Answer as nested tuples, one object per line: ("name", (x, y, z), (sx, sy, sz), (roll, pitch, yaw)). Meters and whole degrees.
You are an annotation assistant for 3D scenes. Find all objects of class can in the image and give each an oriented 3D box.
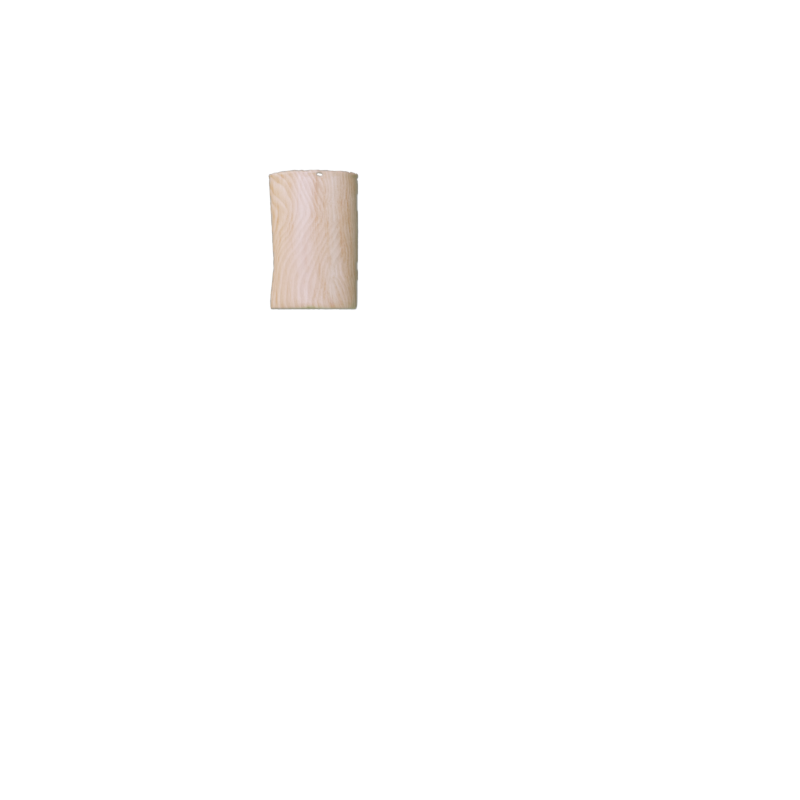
("can", (-0.065, -0.119, 0.836), (0.068, 0.103, 0.068), (0, -1, -2))
